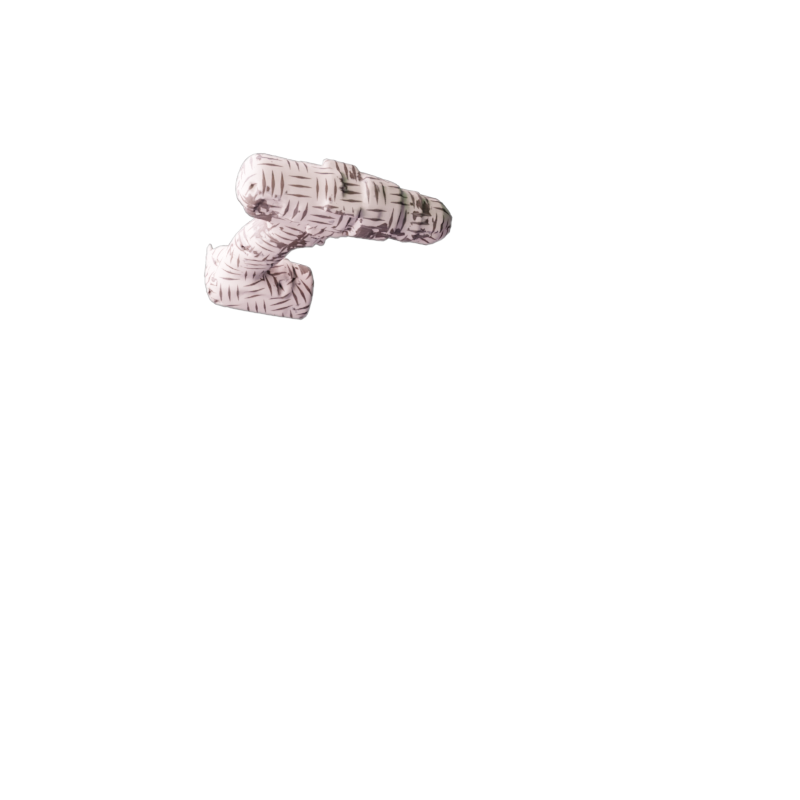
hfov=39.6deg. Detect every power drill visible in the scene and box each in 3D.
[{"bbox_3d":[-0.073,-0.134,0.937,0.178,0.061,0.183,12,-30,-23],"label":"power drill"}]
